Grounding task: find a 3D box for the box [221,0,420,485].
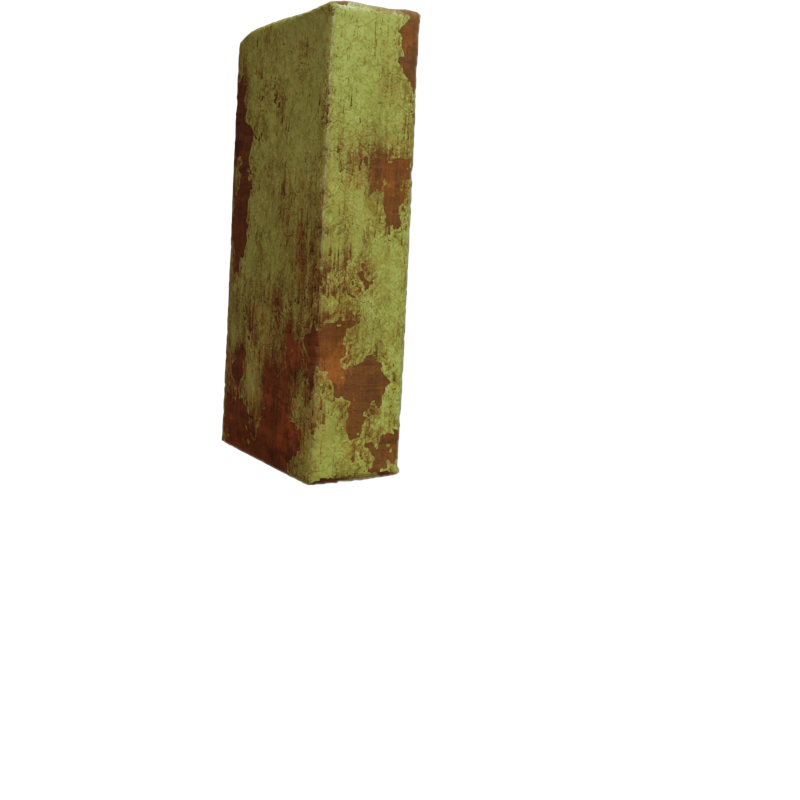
[{"bbox_3d":[-0.035,-0.064,0.445,0.046,0.176,0.097,-1,2,-29],"label":"box"}]
